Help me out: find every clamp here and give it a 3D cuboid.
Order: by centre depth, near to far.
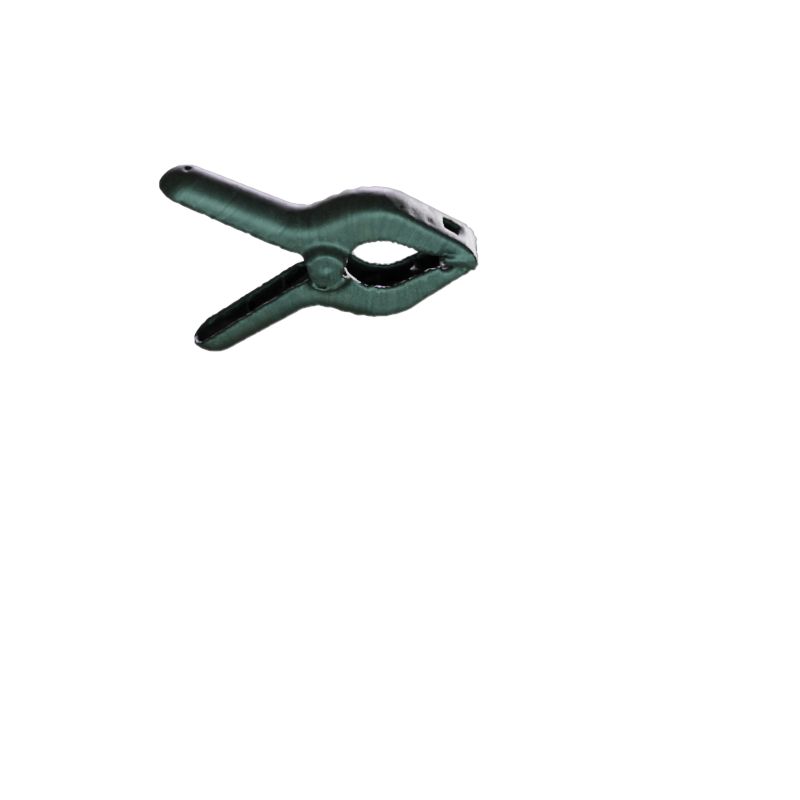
[{"bbox_3d":[-0.047,-0.086,0.602,0.173,0.111,0.042,-10,43,9],"label":"clamp"}]
